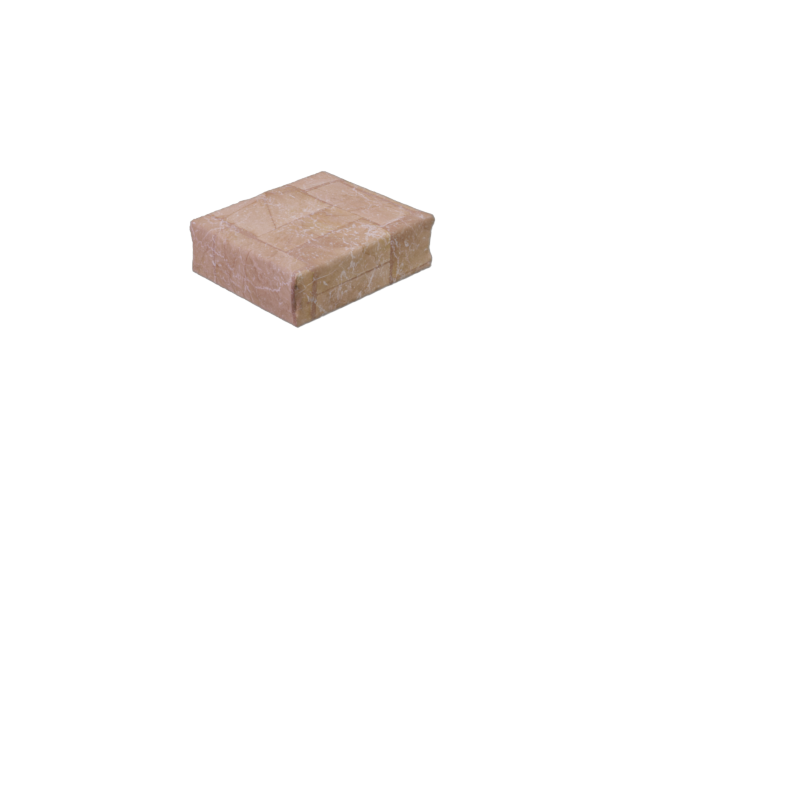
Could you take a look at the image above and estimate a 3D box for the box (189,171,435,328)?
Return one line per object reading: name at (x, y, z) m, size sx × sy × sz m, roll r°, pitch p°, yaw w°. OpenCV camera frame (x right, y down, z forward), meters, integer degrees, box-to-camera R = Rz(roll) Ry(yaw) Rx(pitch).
box at (-0.040, -0.073, 0.509) m, size 0.078 × 0.028 × 0.089 m, roll 28°, pitch 41°, yaw 36°
